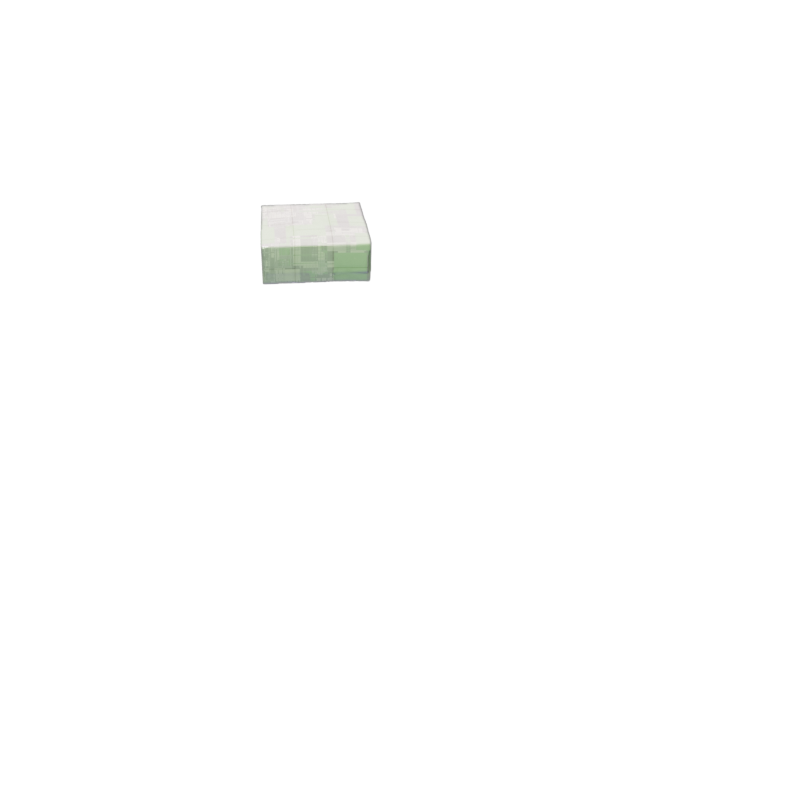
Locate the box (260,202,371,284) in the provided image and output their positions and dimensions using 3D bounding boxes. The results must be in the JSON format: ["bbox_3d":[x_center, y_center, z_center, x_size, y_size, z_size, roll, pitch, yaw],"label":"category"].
[{"bbox_3d":[-0.074,-0.135,0.943,0.089,0.037,0.120,-2,24,-5],"label":"box"}]
